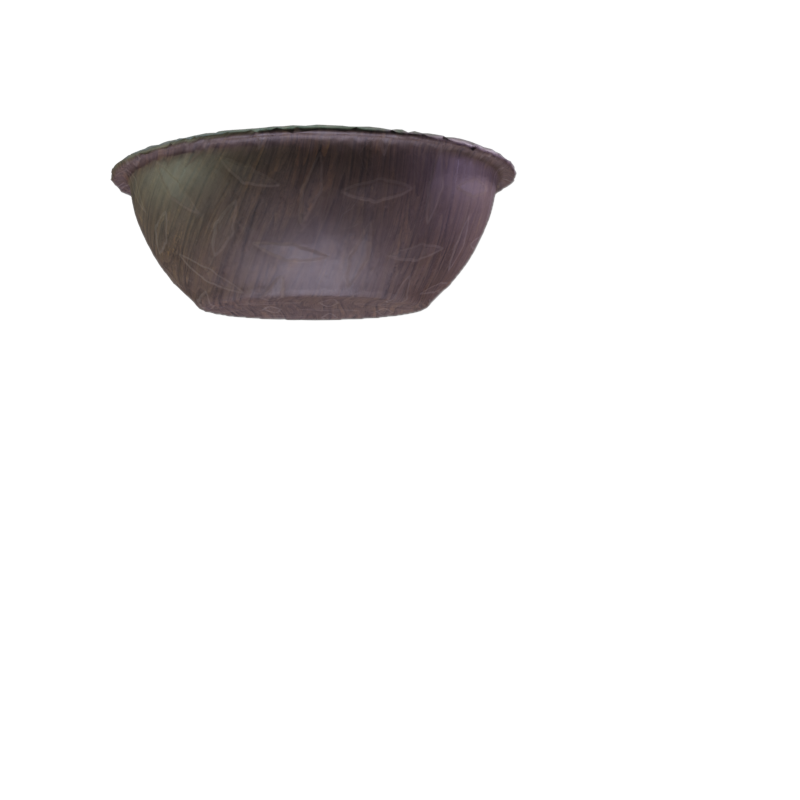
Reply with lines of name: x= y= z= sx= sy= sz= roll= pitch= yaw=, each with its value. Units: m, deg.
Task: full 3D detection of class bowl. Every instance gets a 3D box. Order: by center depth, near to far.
bowl: x=-0.035 y=-0.064 z=0.445 sx=0.162 sy=0.056 sz=0.160 roll=0 pitch=-2 yaw=-2
